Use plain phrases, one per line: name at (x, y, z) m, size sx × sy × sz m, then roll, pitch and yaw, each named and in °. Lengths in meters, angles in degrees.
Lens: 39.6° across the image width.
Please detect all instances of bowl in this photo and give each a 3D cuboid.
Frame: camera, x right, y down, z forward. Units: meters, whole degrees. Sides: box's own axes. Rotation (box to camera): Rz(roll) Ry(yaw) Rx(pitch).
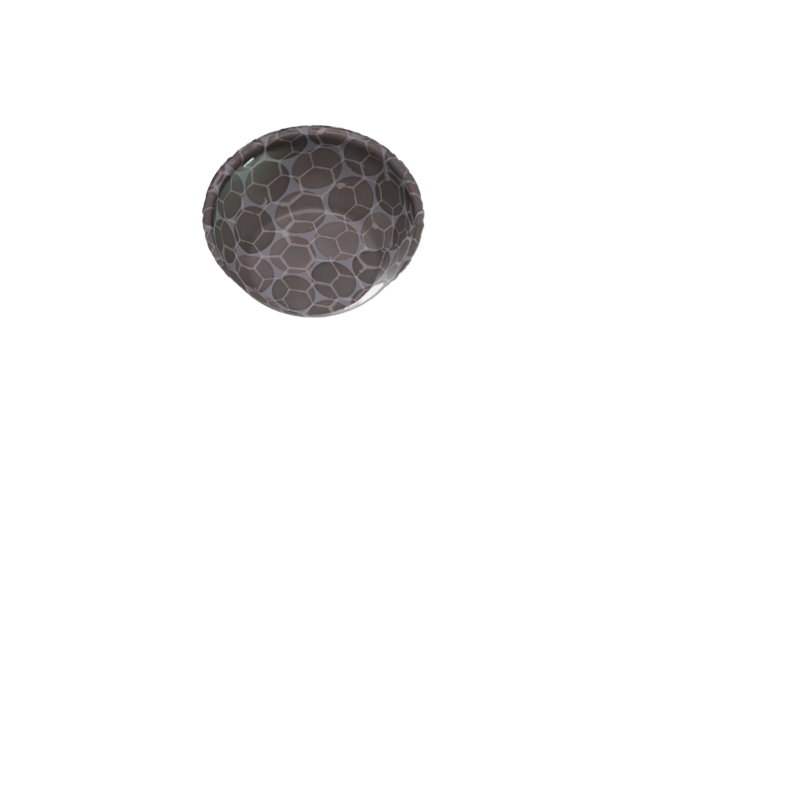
bowl at (-0.062, -0.112, 0.788) m, size 0.162 × 0.151 × 0.059 m, roll 1°, pitch 38°, yaw -1°
